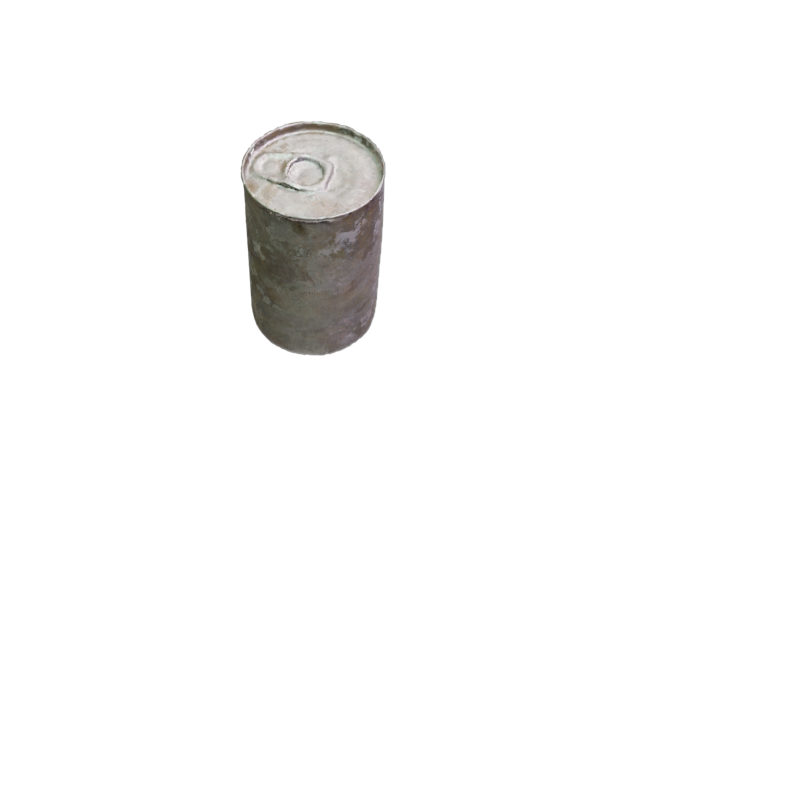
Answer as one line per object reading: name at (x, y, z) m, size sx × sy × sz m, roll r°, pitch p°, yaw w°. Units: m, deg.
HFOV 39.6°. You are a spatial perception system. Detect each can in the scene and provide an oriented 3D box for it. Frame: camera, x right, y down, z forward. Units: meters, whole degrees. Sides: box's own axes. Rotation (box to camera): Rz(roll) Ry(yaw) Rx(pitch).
can at (-0.043, -0.079, 0.553) m, size 0.068 × 0.074 × 0.095 m, roll 0°, pitch -40°, yaw -3°
